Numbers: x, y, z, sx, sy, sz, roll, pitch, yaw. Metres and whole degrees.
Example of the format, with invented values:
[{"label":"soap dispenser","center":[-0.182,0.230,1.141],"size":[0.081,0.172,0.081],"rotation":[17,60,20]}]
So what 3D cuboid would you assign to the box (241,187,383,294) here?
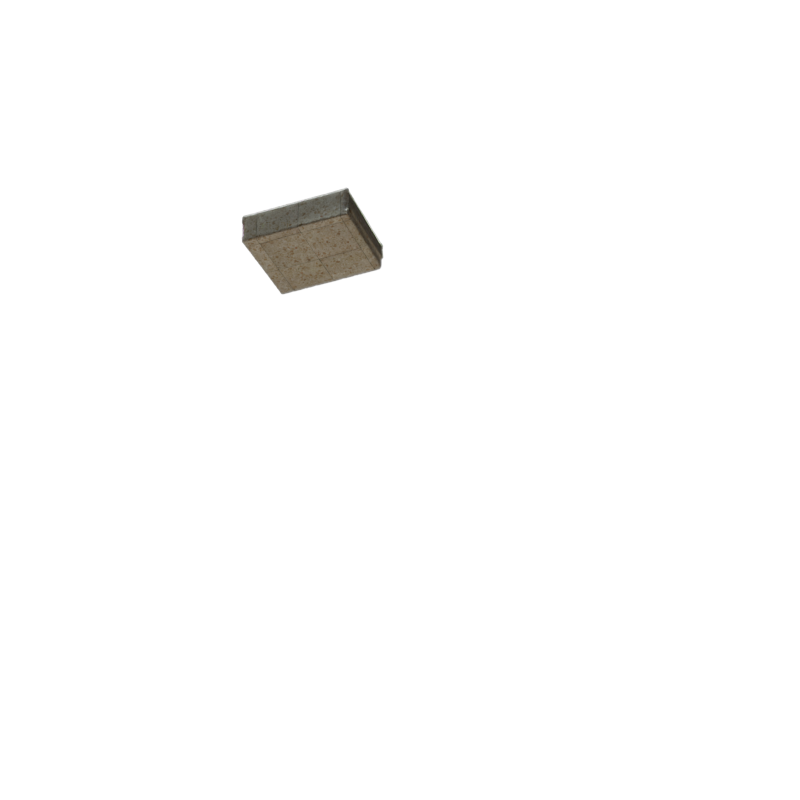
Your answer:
[{"label":"box","center":[-0.067,-0.122,0.852],"size":[0.090,0.032,0.067],"rotation":[-13,-36,18]}]
